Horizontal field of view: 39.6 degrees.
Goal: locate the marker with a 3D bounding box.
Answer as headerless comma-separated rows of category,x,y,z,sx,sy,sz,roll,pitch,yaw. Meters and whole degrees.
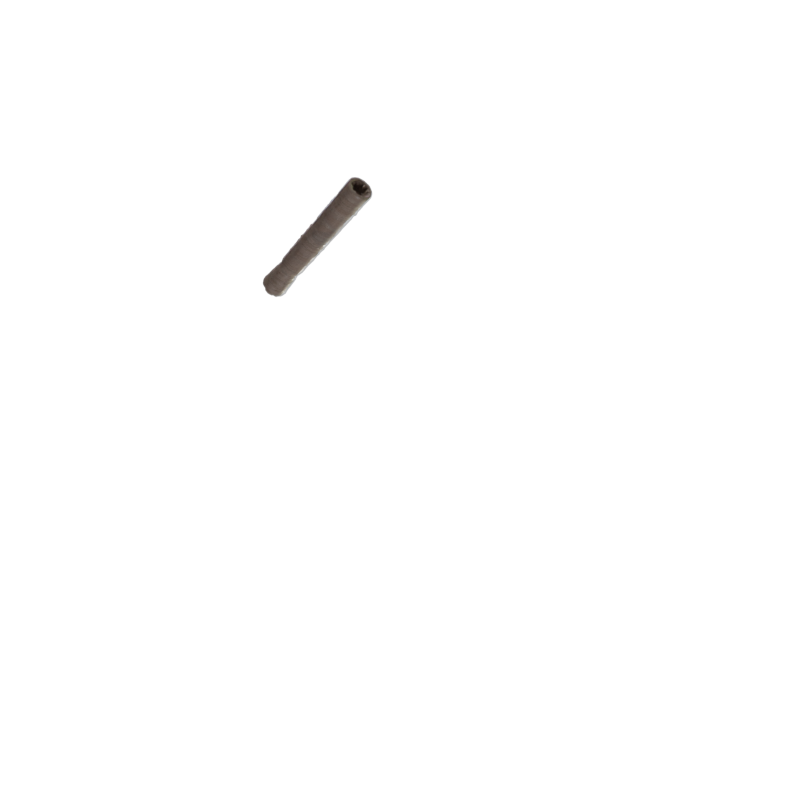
marker,-0.059,-0.108,0.754,0.019,0.021,0.118,-2,-28,-42
